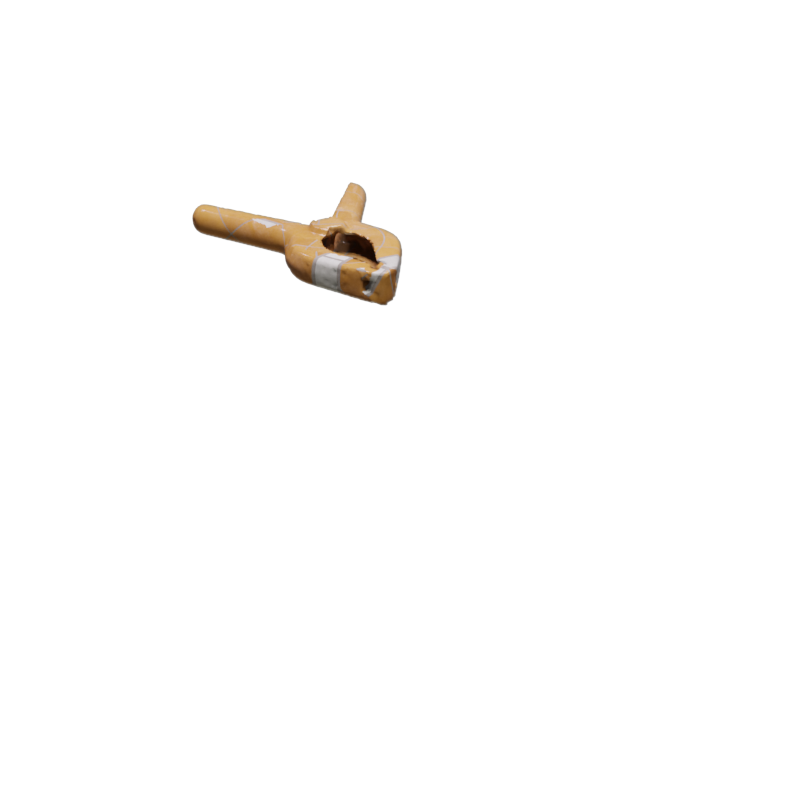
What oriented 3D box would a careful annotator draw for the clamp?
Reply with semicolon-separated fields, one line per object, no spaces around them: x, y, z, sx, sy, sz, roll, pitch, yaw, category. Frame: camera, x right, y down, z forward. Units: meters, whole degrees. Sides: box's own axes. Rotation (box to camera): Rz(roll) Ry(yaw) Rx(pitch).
-0.071;-0.130;0.908;0.162;0.034;0.225;-11;31;-19;clamp
